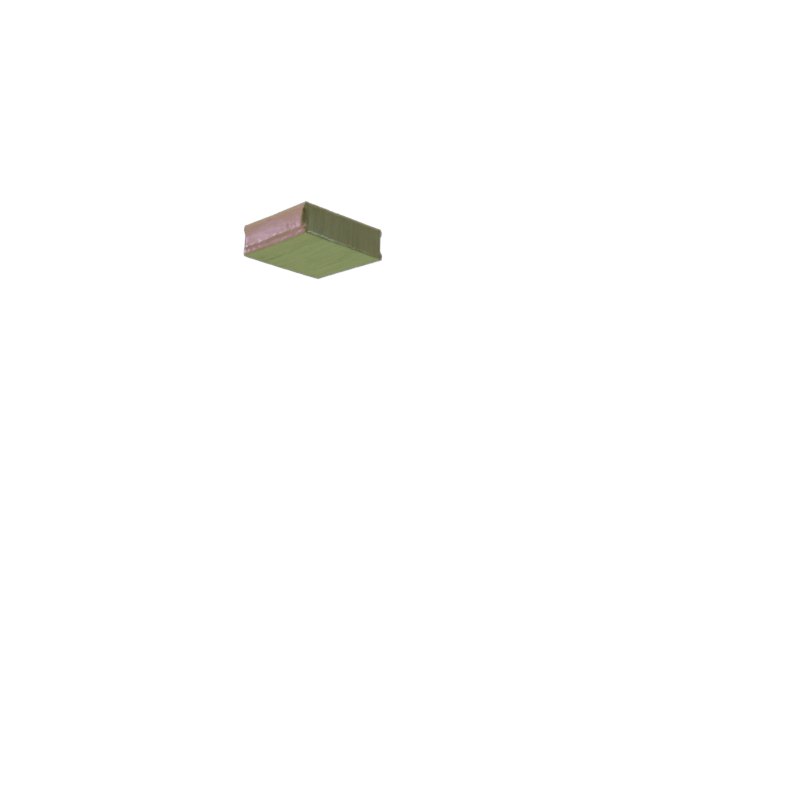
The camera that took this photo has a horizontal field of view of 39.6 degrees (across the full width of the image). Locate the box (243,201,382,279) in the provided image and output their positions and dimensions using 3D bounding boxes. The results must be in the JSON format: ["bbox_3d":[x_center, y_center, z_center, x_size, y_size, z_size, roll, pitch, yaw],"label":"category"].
[{"bbox_3d":[-0.070,-0.128,0.894,0.074,0.031,0.084,-13,-19,42],"label":"box"}]
